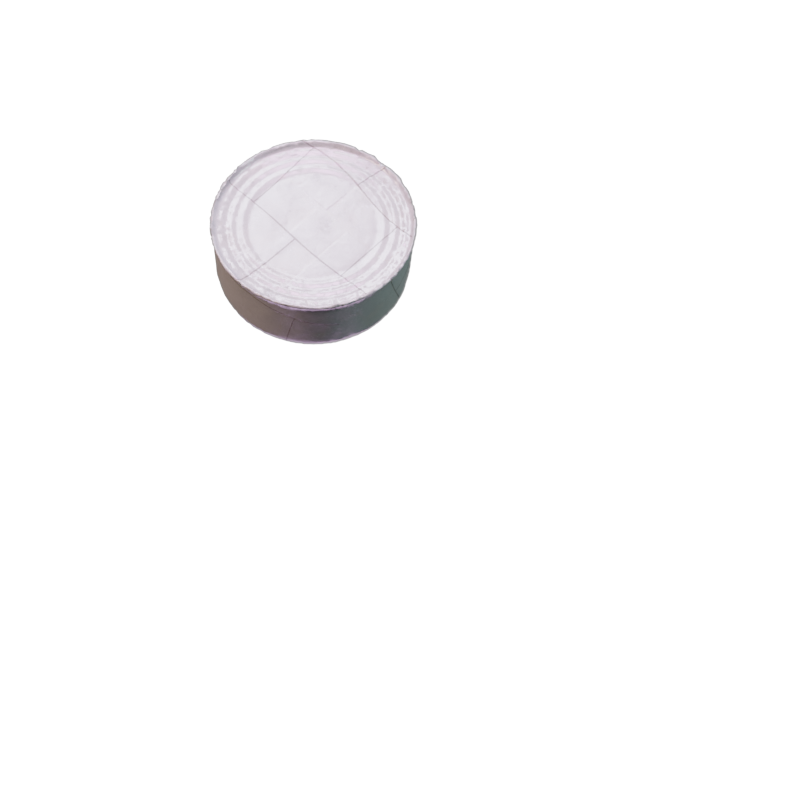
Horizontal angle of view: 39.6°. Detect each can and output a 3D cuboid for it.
[{"bbox_3d":[-0.037,-0.067,0.471,0.086,0.092,0.031,-1,-32,-1],"label":"can"}]
